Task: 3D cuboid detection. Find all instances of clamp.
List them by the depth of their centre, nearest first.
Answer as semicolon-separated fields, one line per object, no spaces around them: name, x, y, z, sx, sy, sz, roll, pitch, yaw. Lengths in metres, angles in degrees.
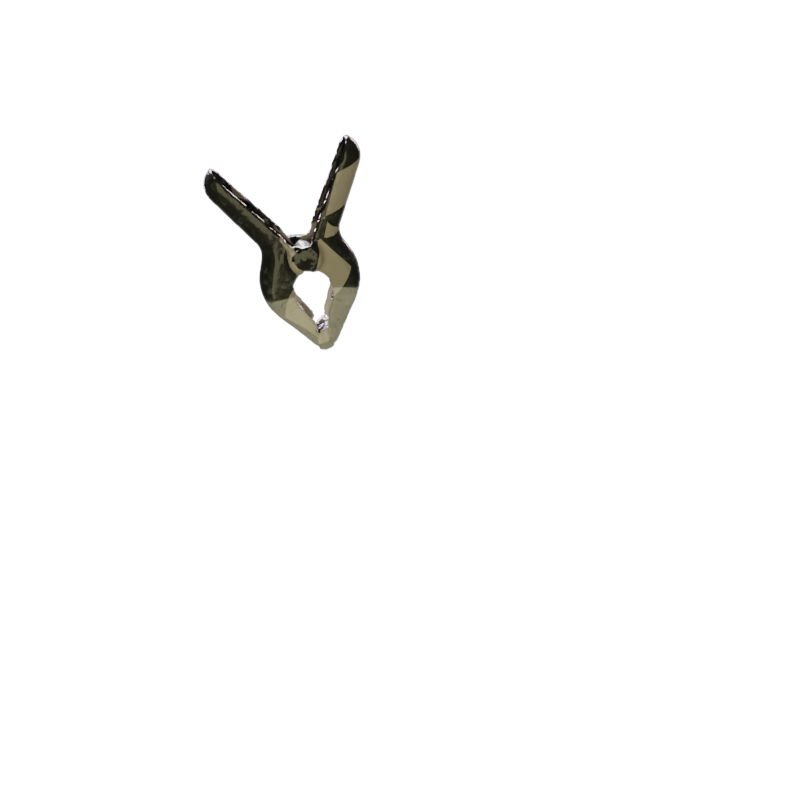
clamp;-0.068;-0.123;0.864;0.120;0.161;0.041;-19;26;9
